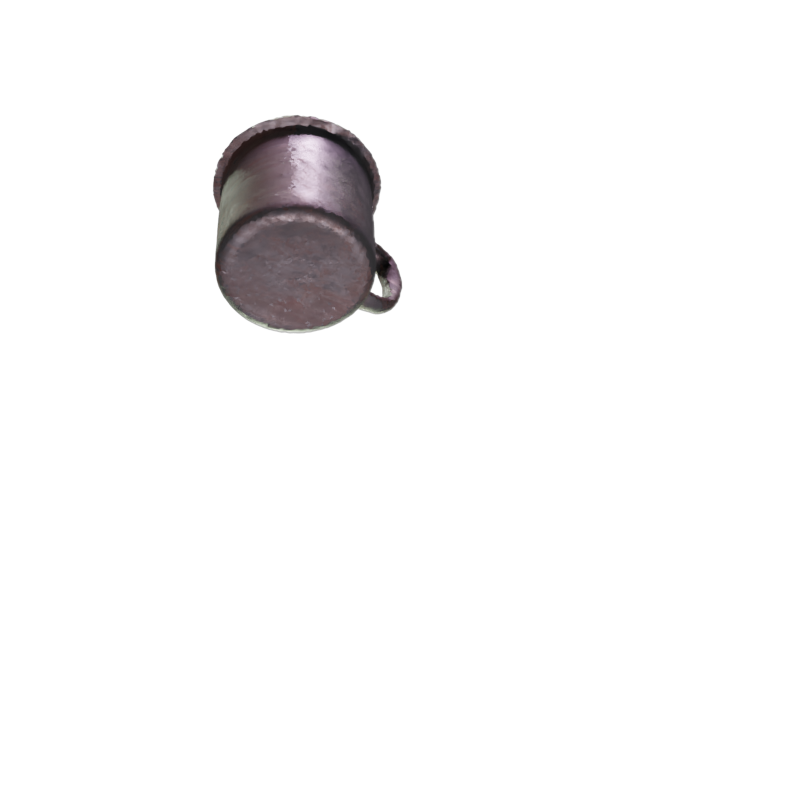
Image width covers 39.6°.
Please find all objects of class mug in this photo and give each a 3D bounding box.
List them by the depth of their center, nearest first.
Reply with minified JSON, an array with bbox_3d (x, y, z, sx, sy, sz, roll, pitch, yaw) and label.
[{"bbox_3d":[-0.046,-0.084,0.588,0.111,0.087,0.092,34,-59,-26],"label":"mug"}]
